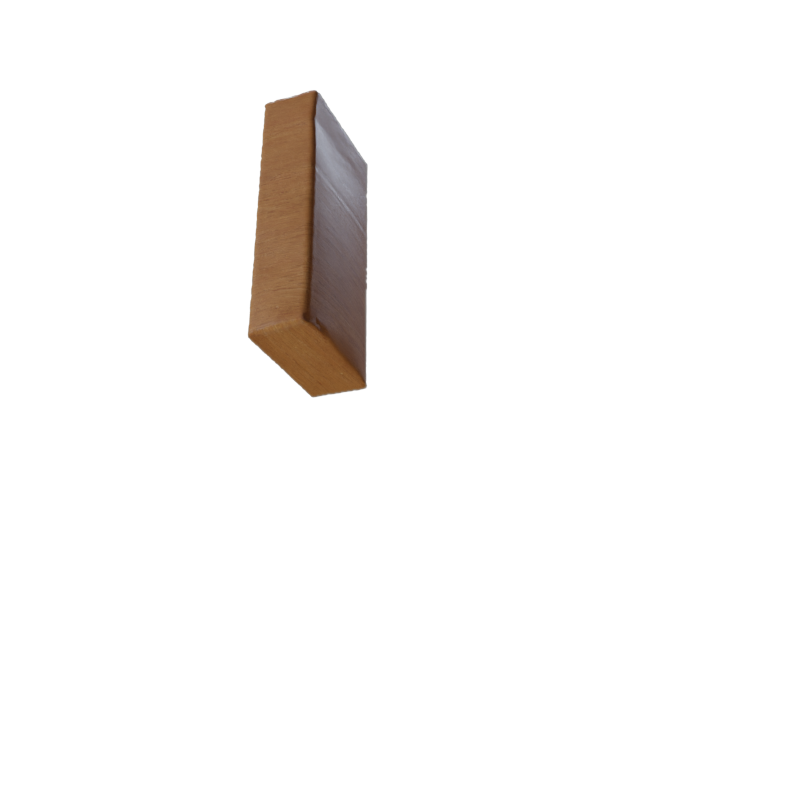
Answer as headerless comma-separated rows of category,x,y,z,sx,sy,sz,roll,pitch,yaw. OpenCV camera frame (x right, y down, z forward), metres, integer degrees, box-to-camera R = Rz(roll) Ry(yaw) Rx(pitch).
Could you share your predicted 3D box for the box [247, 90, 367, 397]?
box,-0.056,-0.102,0.716,0.049,0.188,0.086,-14,-33,18
